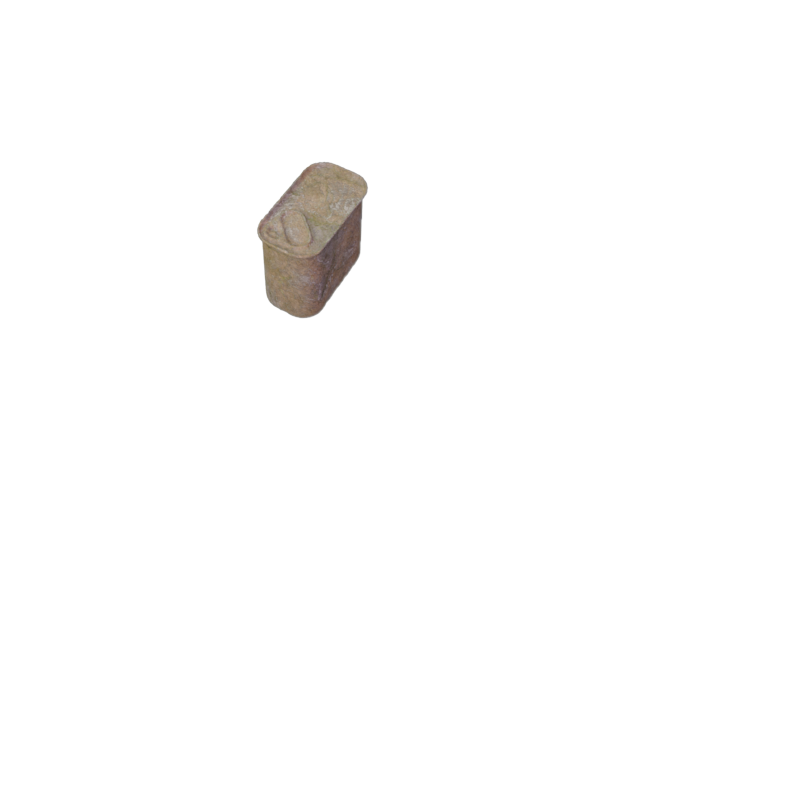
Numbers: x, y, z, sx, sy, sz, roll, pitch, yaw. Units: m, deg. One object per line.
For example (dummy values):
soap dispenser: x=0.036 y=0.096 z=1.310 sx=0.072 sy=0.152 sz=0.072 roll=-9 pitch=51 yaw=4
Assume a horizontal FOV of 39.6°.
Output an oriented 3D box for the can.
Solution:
can: x=-0.071 y=-0.129 z=0.907 sx=0.060 sy=0.105 sz=0.078 roll=24 pitch=-34 yaw=15
